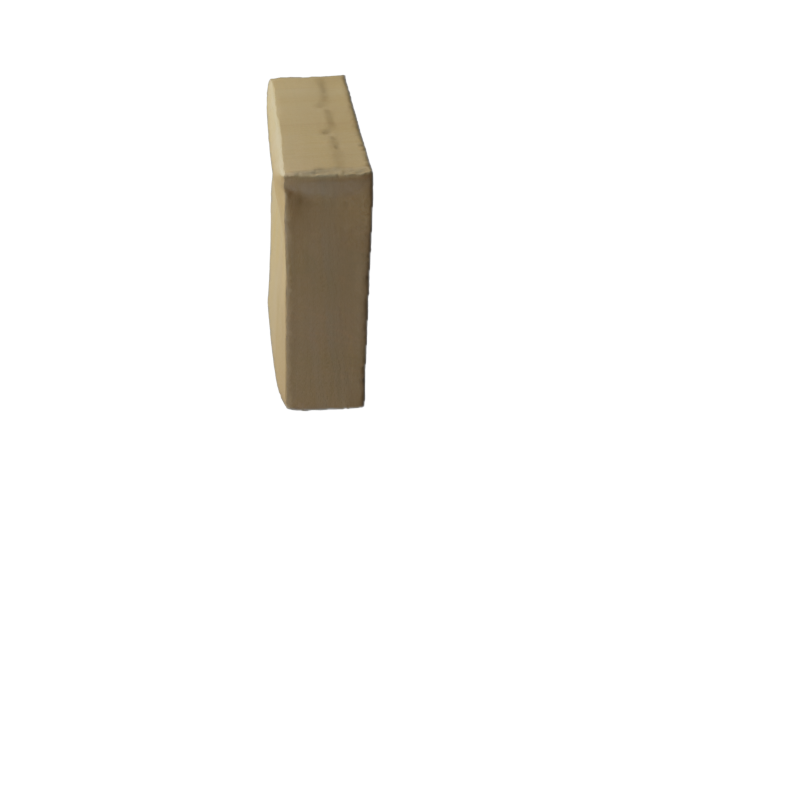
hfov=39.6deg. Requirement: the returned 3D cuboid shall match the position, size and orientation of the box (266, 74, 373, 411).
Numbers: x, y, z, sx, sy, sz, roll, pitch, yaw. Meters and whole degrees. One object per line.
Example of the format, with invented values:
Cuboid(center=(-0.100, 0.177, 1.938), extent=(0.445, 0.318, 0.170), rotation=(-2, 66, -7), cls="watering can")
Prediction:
Cuboid(center=(-0.068, -0.125, 0.872), extent=(0.071, 0.200, 0.177), rotation=(-3, 37, -8), cls="box")
